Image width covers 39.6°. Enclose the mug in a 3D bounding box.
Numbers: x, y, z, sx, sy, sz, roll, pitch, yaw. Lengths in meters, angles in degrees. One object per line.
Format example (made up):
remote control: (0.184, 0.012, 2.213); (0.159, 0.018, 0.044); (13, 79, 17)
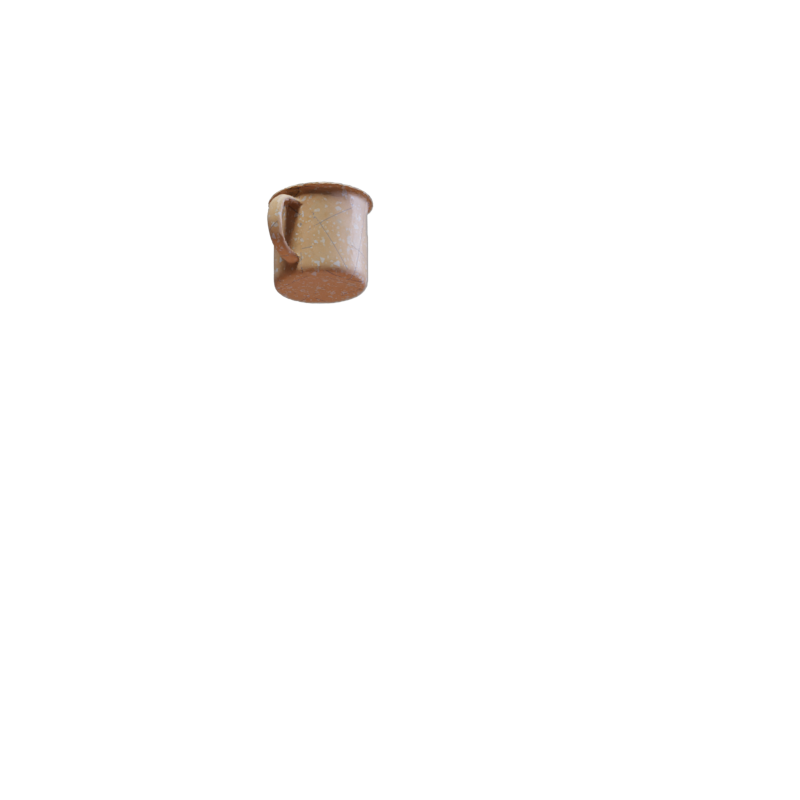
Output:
mug: (-0.075, -0.137, 0.956); (0.095, 0.085, 0.110); (-11, -21, 28)
